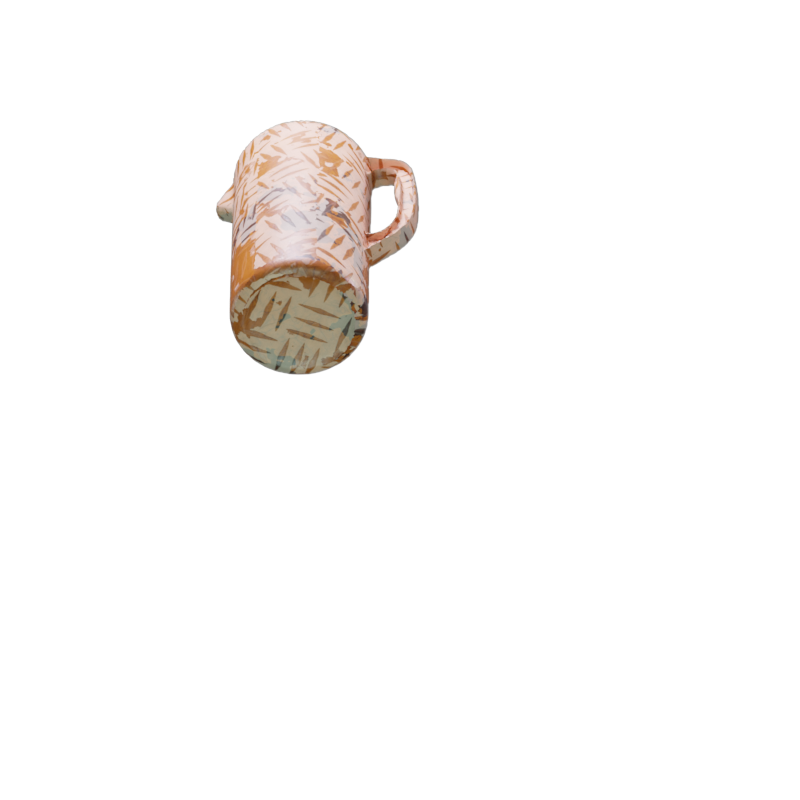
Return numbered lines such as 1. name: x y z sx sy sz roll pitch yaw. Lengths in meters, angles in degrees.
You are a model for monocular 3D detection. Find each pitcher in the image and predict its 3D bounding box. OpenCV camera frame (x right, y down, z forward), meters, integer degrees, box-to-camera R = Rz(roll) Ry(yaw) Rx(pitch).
1. pitcher: -0.074 -0.136 0.950 0.139 0.145 0.259 27 29 -20
